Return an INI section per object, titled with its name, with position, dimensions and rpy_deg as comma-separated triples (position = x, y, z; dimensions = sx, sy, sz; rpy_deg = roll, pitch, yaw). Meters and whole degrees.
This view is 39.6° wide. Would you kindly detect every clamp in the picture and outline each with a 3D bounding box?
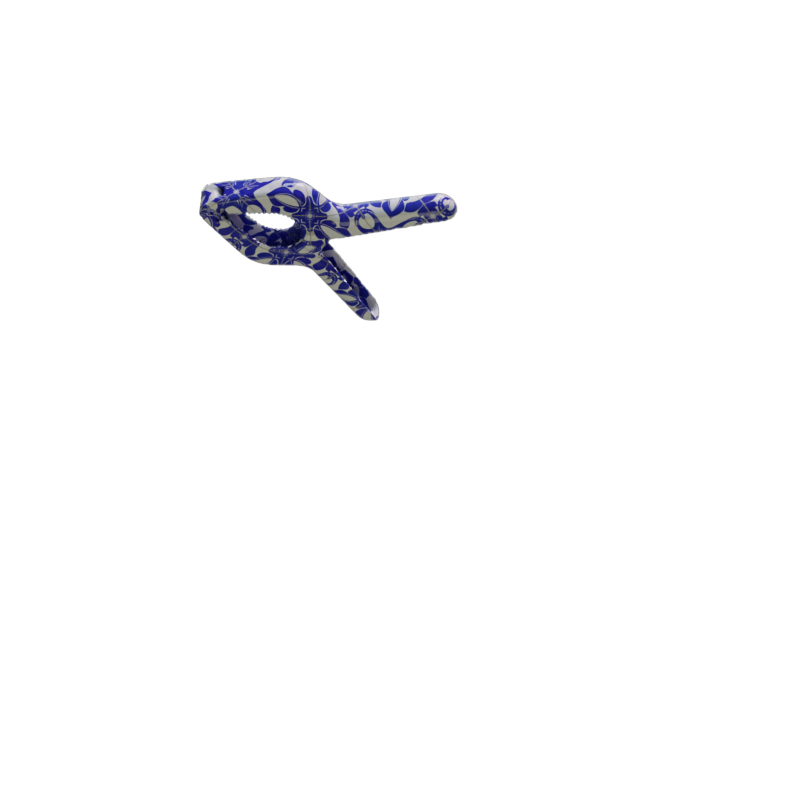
[clamp]
position = -0.076, -0.138, 0.968
dimensions = 0.205, 0.039, 0.157
rpy_deg = 11, -41, -13
